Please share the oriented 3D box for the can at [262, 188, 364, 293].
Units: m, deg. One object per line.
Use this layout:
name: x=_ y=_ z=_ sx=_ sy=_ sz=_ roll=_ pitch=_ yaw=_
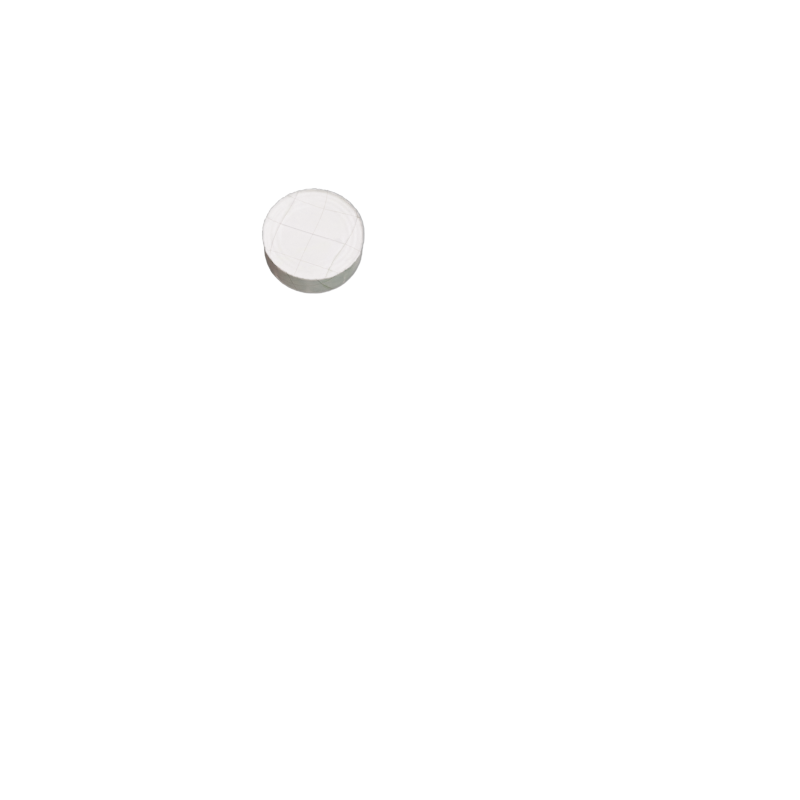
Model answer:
can: x=-0.073 y=-0.134 z=0.938 sx=0.086 sy=0.091 sz=0.032 roll=-1 pitch=-25 yaw=-1
